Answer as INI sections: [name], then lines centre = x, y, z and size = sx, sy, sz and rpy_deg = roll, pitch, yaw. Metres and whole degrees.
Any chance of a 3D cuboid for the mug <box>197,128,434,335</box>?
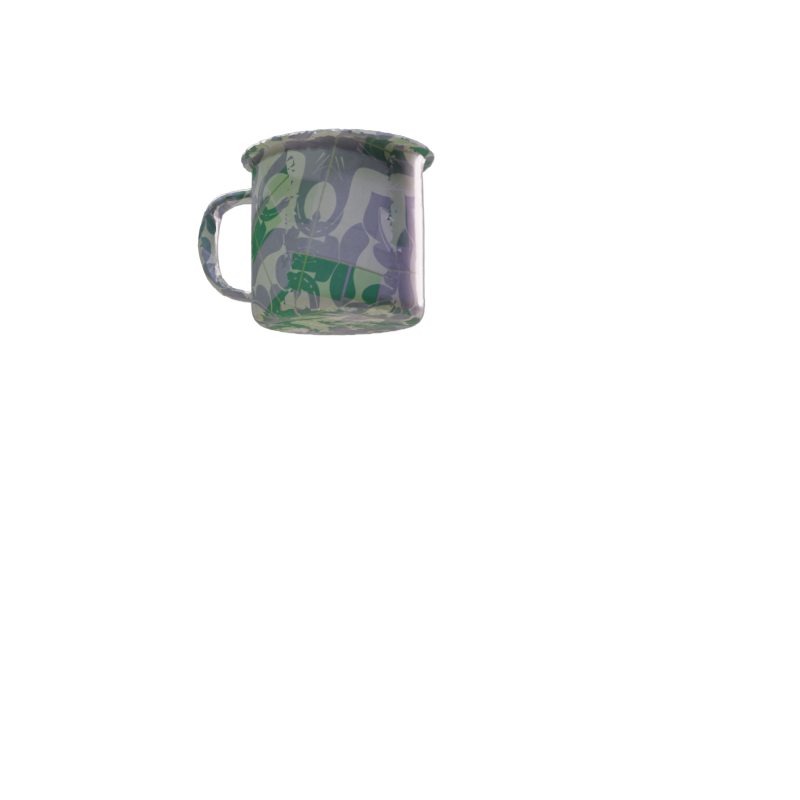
[mug]
centre = -0.041, -0.075, 0.529
size = 0.119, 0.084, 0.090
rpy_deg = -2, -8, 13
